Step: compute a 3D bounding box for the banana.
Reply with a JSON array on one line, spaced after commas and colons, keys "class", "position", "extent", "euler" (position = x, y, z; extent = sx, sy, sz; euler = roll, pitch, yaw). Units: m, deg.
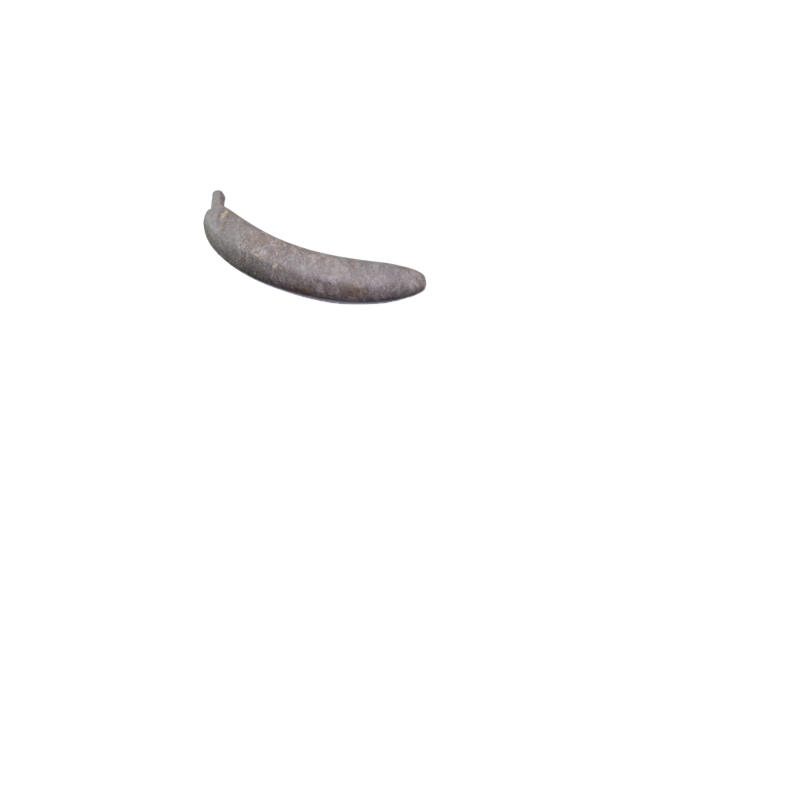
[{"class": "banana", "position": [-0.080, -0.112, 0.861], "extent": [0.205, 0.072, 0.034], "euler": [25, -33, 18]}]
